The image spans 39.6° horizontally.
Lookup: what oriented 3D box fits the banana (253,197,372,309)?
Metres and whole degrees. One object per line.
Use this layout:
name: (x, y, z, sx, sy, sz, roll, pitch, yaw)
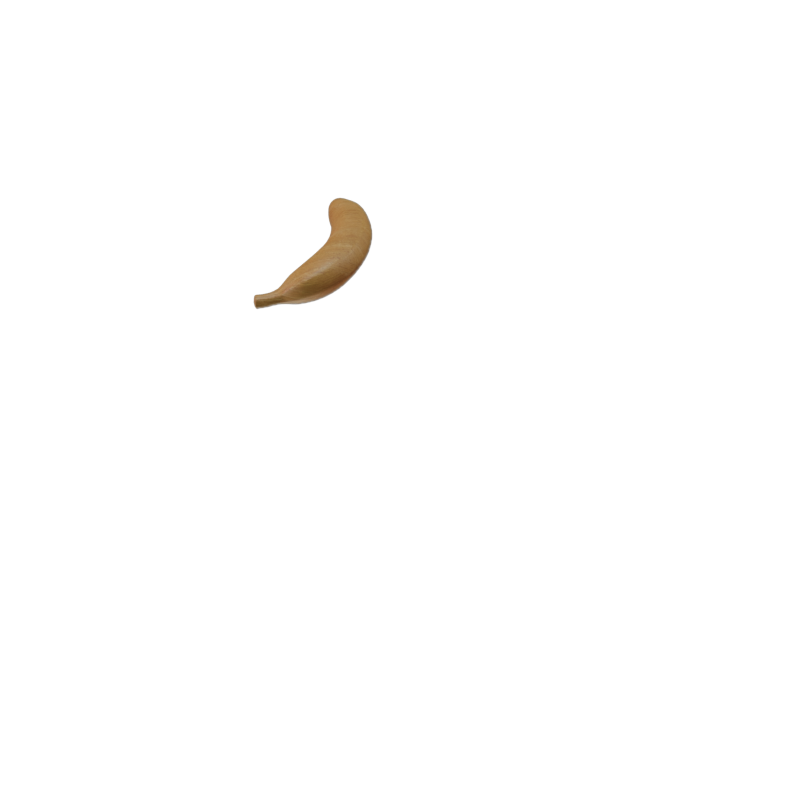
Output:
banana: (-0.060, -0.135, 0.975, 0.071, 0.035, 0.204, 10, 34, 14)
